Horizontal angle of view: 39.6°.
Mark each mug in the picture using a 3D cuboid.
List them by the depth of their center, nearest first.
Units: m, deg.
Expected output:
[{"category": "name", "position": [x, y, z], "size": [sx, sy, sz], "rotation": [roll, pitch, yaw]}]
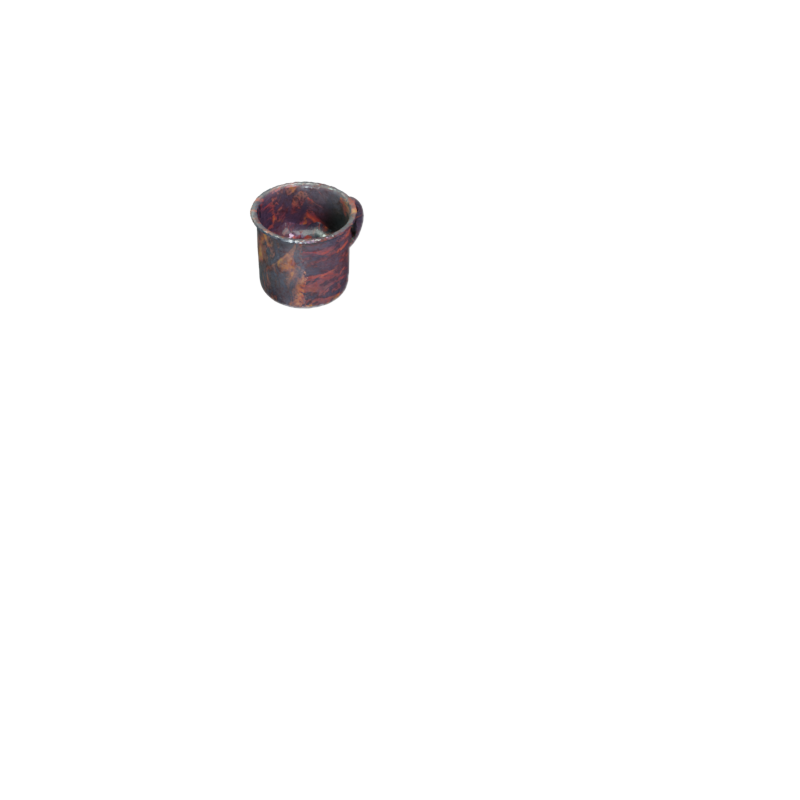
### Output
[{"category": "mug", "position": [-0.078, -0.142, 0.996], "size": [0.099, 0.076, 0.118], "rotation": [31, 49, 30]}]
